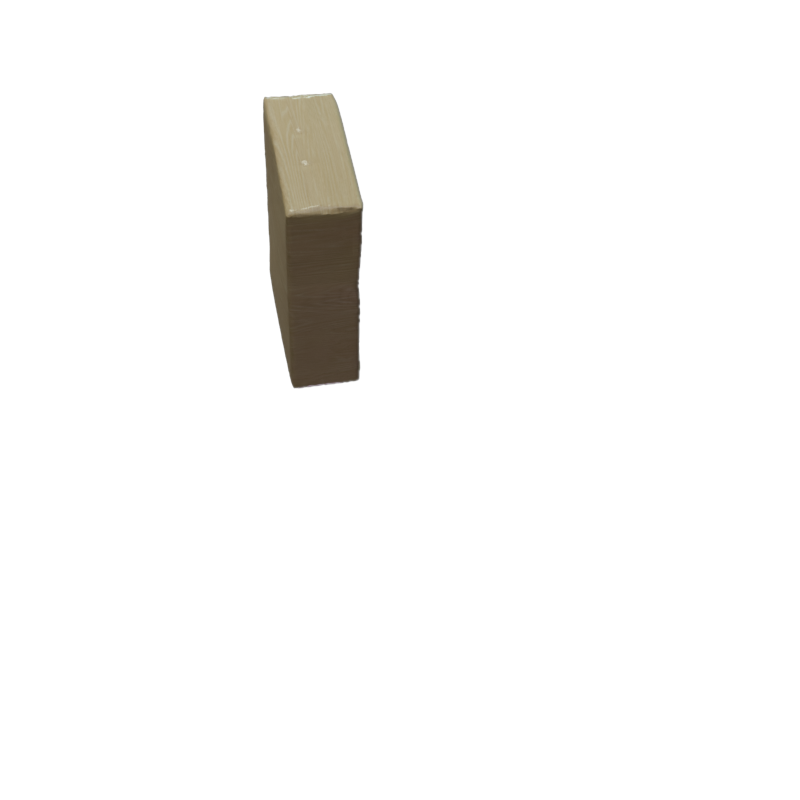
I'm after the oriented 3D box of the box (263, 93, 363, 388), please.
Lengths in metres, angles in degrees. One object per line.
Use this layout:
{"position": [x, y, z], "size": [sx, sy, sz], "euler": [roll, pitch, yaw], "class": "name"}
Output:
{"position": [-0.078, -0.142, 0.996], "size": [0.071, 0.177, 0.199], "euler": [-6, -42, -9], "class": "box"}
